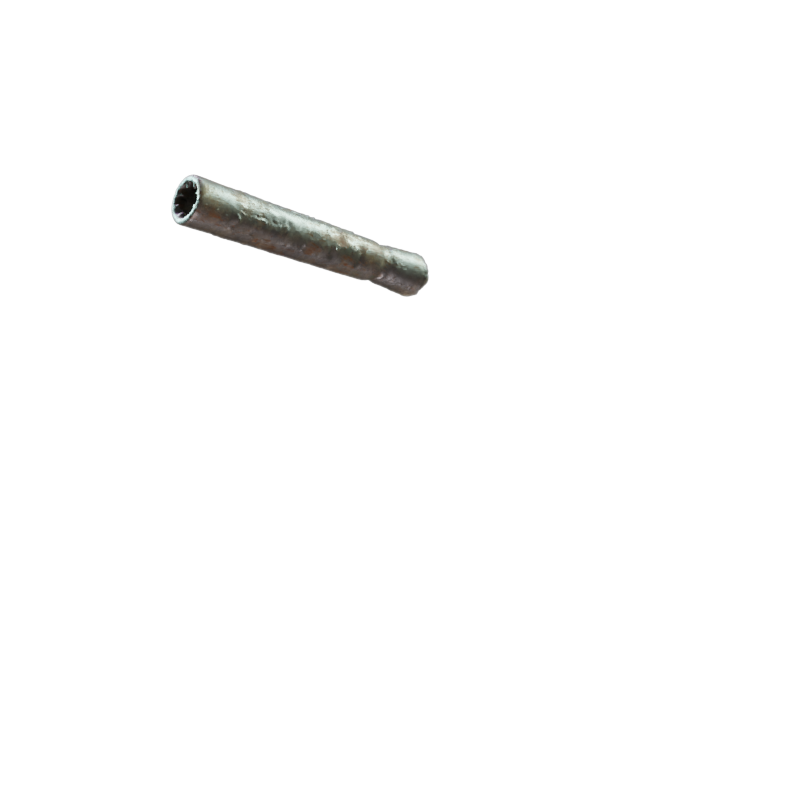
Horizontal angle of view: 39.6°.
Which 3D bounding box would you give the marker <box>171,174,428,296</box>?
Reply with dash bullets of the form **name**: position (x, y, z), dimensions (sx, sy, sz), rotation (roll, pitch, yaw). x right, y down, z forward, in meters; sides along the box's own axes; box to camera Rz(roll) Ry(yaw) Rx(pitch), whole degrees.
- **marker**: position (-0.034, -0.061, 0.431), dimensions (0.114, 0.020, 0.021), rotation (13, -6, -40)
